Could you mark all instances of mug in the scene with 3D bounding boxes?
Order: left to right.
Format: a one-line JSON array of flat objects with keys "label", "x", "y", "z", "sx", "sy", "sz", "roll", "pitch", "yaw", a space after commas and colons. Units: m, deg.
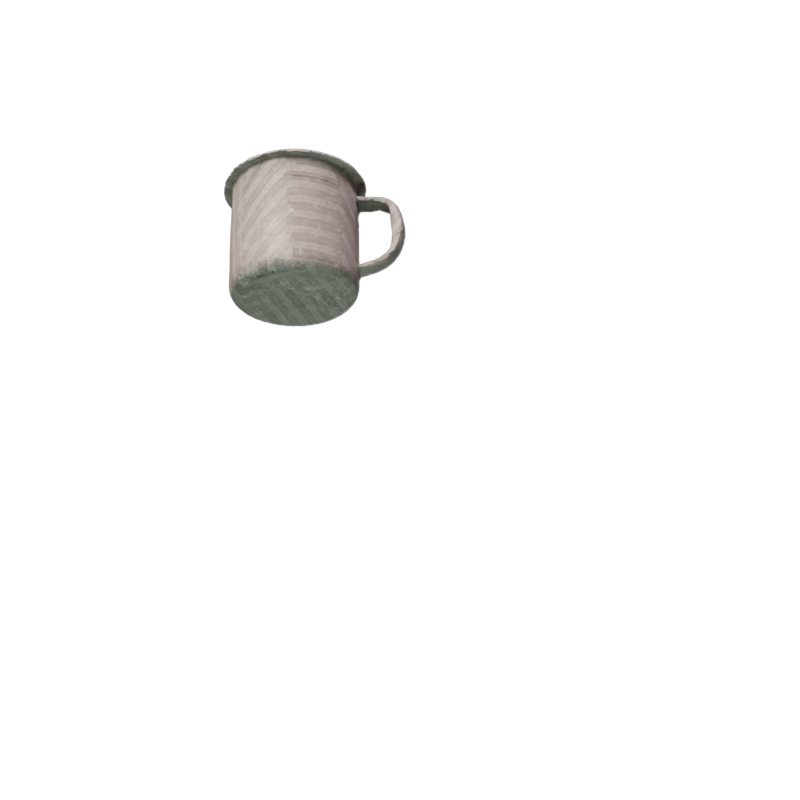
[{"label": "mug", "x": -0.055, "y": -0.100, "z": 0.703, "sx": 0.118, "sy": 0.087, "sz": 0.087, "roll": -3, "pitch": -29, "yaw": 4}]
